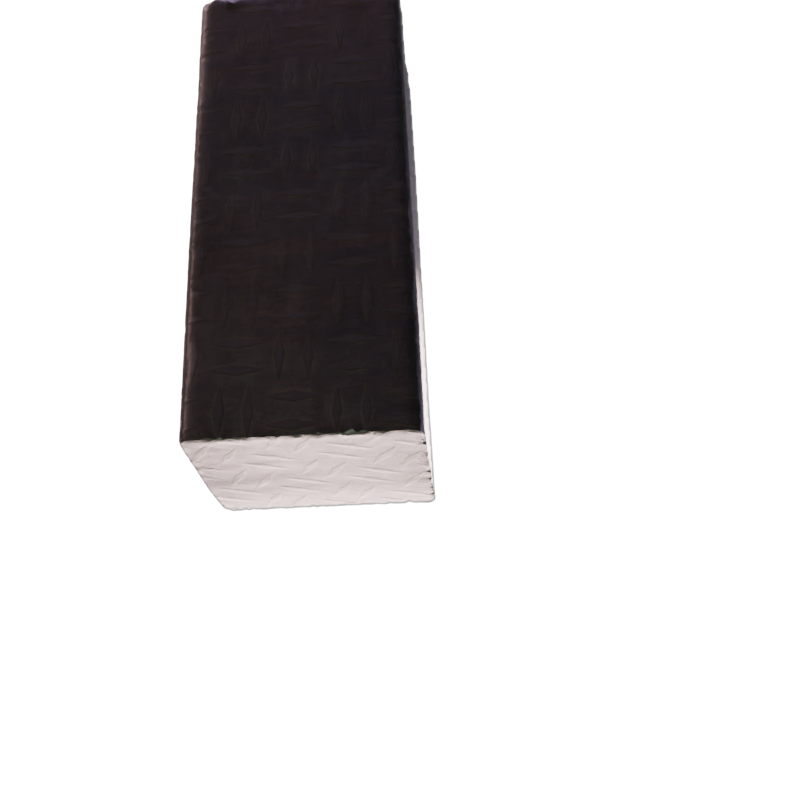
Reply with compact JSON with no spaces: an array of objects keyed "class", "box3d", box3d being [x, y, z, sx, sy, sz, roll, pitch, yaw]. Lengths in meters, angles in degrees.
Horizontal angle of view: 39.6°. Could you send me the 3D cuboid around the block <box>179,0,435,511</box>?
[{"class":"block","box3d":[-0.038,-0.068,0.477,0.091,0.219,0.084,-4,-27,5]}]
